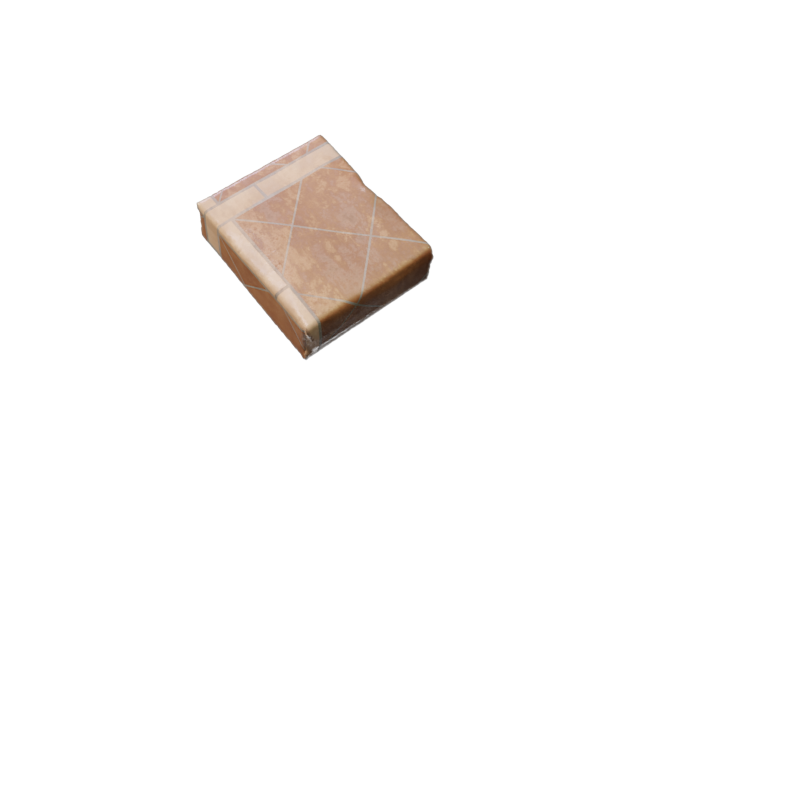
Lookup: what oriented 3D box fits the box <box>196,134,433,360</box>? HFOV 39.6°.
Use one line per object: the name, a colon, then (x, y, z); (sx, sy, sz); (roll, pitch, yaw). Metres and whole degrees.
box: (-0.041, -0.074, 0.520); (0.073, 0.095, 0.028); (-32, -27, -19)
